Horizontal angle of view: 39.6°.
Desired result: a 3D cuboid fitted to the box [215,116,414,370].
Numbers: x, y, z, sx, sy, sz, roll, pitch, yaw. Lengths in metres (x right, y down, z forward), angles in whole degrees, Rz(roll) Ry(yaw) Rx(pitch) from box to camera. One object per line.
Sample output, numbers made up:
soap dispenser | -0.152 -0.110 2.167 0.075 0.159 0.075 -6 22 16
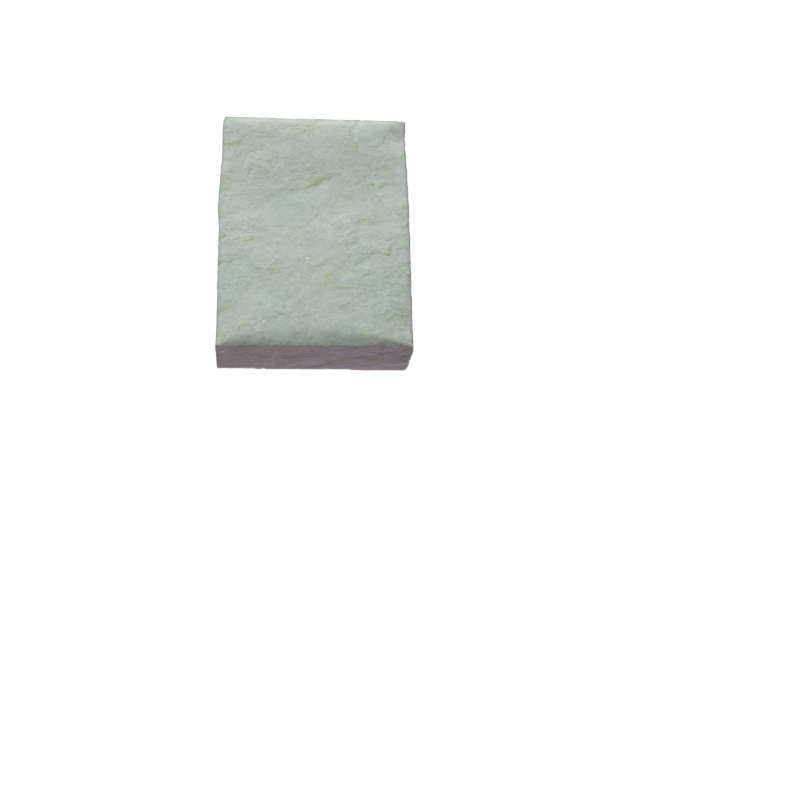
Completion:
box | -0.075 -0.136 0.953 0.163 0.225 0.069 0 -21 -4
